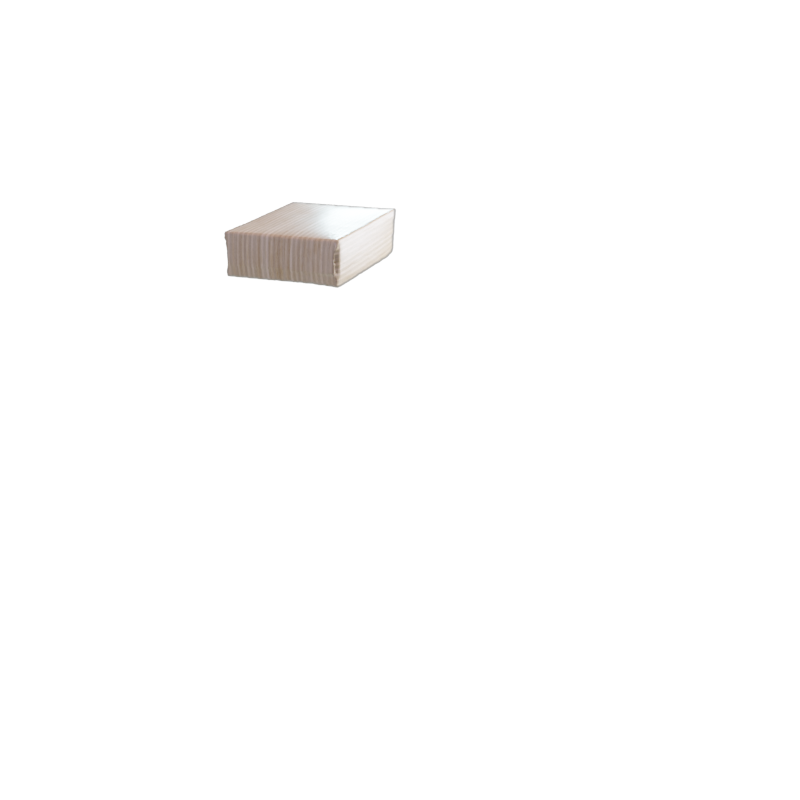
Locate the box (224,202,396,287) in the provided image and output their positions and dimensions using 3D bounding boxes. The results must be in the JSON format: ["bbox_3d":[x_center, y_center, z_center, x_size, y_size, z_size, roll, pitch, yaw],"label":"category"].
[{"bbox_3d":[-0.064,-0.117,0.821,0.093,0.037,0.114,8,21,21],"label":"box"}]
